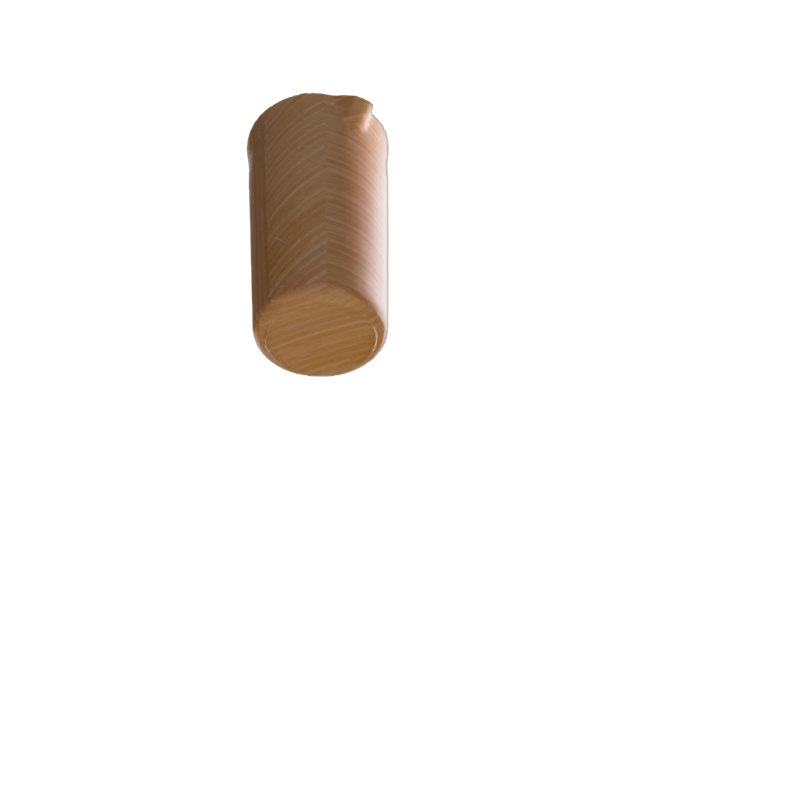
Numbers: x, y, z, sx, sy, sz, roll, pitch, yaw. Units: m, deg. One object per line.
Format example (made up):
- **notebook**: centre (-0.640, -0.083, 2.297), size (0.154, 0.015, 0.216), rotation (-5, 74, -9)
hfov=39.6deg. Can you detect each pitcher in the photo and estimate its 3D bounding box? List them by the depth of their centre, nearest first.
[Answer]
- **pitcher**: centre (-0.075, -0.137, 0.963), size (0.146, 0.261, 0.138), rotation (-10, -42, 7)
